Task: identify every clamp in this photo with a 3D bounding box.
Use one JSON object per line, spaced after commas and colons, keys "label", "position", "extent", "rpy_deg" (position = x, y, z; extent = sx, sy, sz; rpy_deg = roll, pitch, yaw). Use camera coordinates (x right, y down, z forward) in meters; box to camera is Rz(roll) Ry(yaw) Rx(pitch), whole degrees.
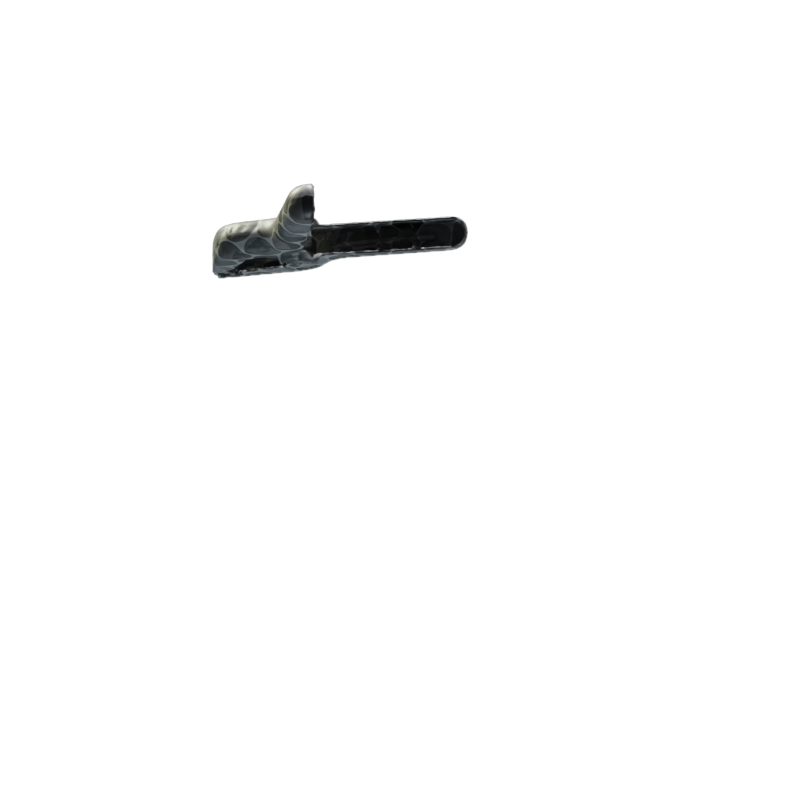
{"label": "clamp", "position": [-0.066, -0.120, 0.840], "extent": [0.157, 0.037, 0.215], "rpy_deg": [4, -7, -38]}
